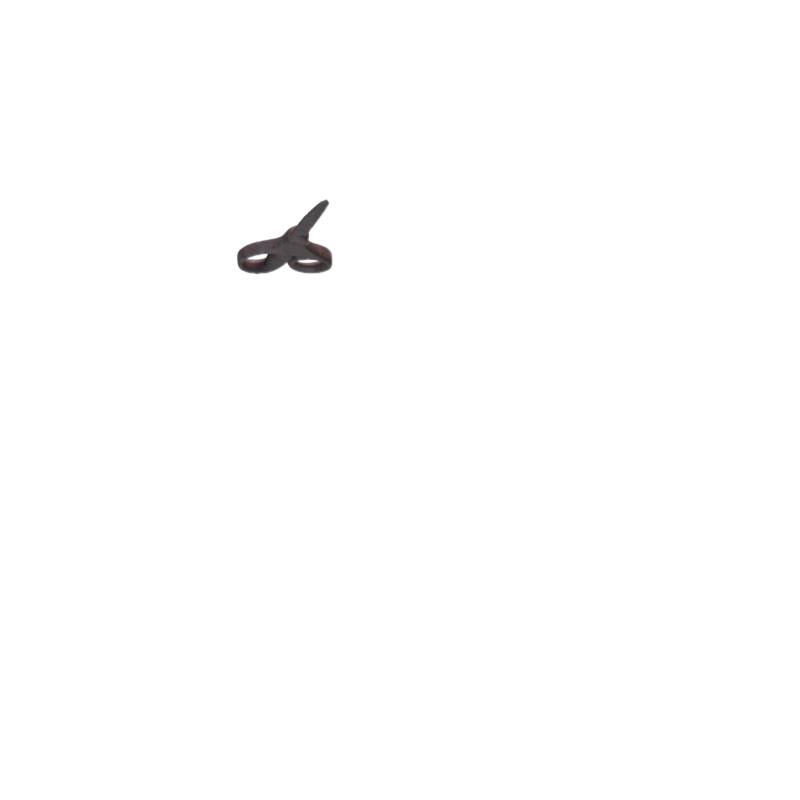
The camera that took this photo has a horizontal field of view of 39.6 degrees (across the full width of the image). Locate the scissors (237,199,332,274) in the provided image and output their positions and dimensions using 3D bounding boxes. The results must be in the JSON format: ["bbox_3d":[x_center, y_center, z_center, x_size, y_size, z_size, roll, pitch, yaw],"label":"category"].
[{"bbox_3d":[-0.076,-0.138,0.967,0.092,0.016,0.204,6,-10,-32],"label":"scissors"}]
